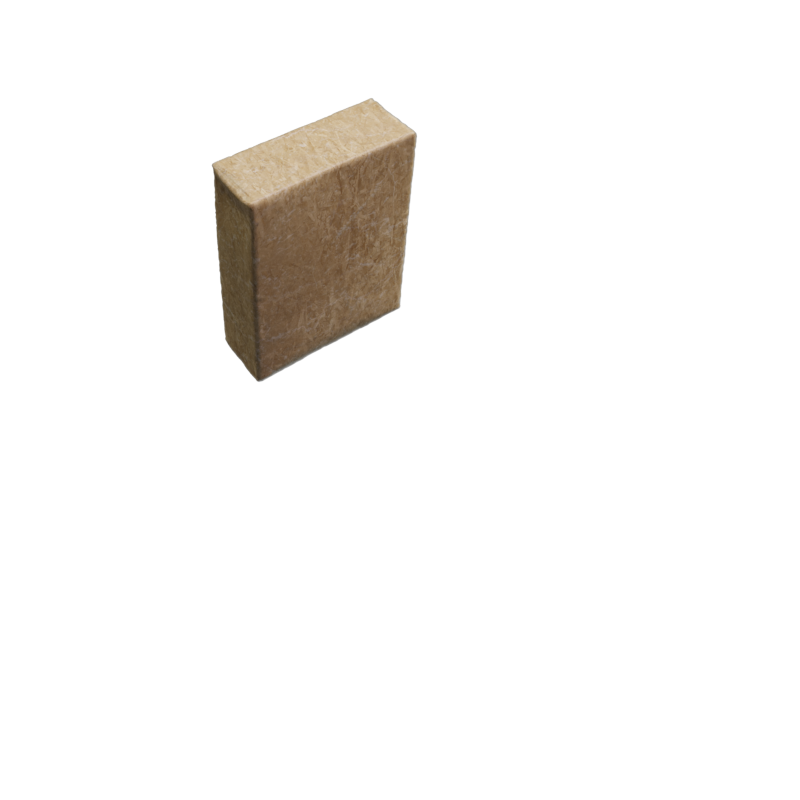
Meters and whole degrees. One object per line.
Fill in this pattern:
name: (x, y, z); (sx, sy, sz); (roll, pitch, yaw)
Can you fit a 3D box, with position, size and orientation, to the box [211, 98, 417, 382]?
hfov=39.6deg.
box: (-0.076, -0.138, 0.965); (0.164, 0.199, 0.077); (-28, 55, -26)
